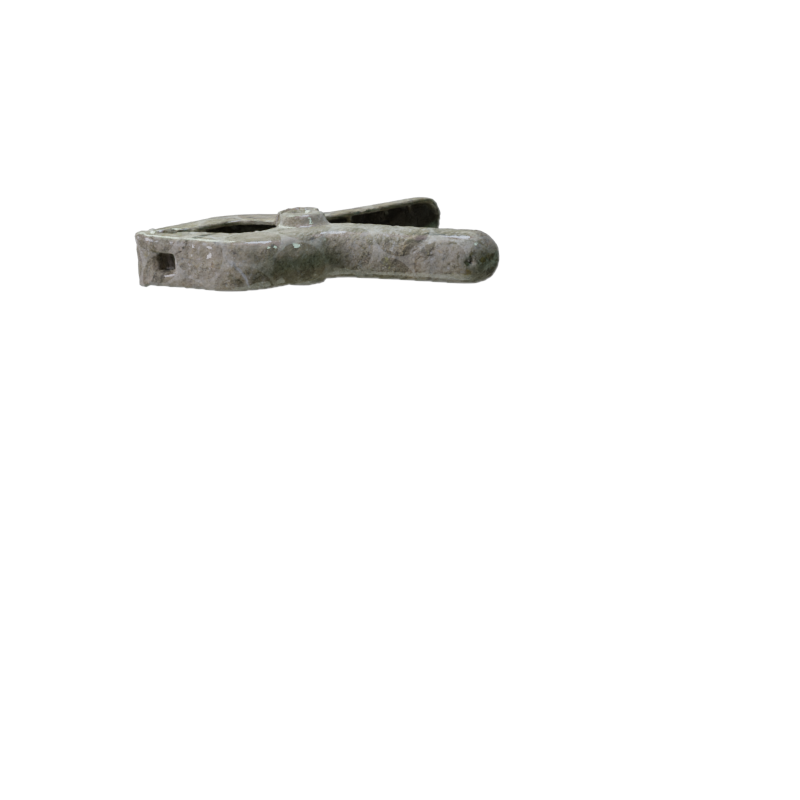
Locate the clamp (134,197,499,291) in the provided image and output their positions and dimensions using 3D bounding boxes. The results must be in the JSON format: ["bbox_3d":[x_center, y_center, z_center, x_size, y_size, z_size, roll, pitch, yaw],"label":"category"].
[{"bbox_3d":[-0.044,-0.080,0.559,0.171,0.038,0.123,0,13,-1],"label":"clamp"}]
